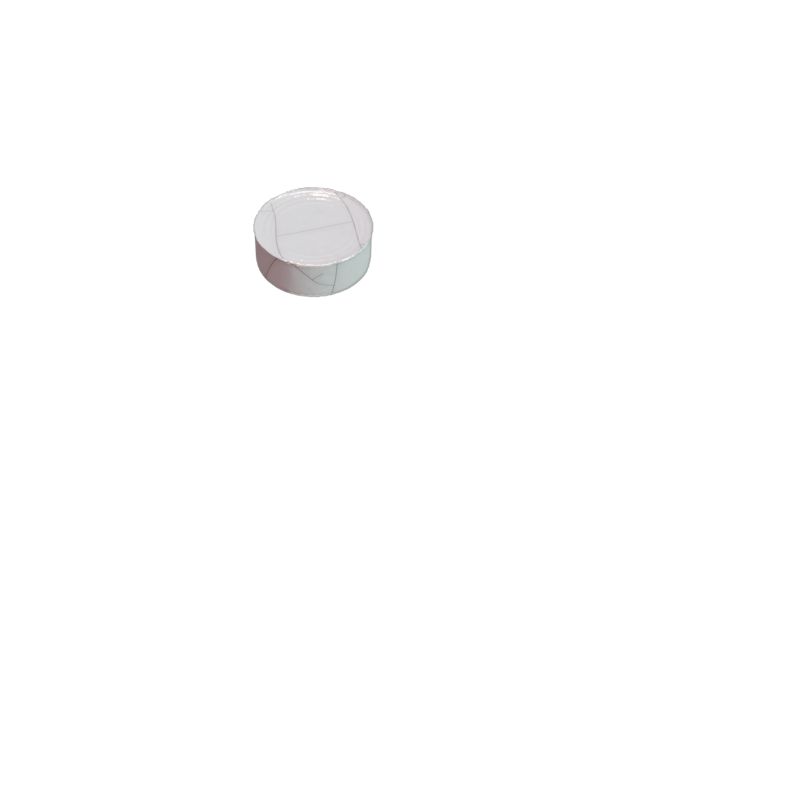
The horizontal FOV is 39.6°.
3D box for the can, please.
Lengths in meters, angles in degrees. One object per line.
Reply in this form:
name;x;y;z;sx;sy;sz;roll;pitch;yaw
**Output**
can;-0.063;-0.114;0.801;0.086;0.092;0.031;-1;-44;-1
